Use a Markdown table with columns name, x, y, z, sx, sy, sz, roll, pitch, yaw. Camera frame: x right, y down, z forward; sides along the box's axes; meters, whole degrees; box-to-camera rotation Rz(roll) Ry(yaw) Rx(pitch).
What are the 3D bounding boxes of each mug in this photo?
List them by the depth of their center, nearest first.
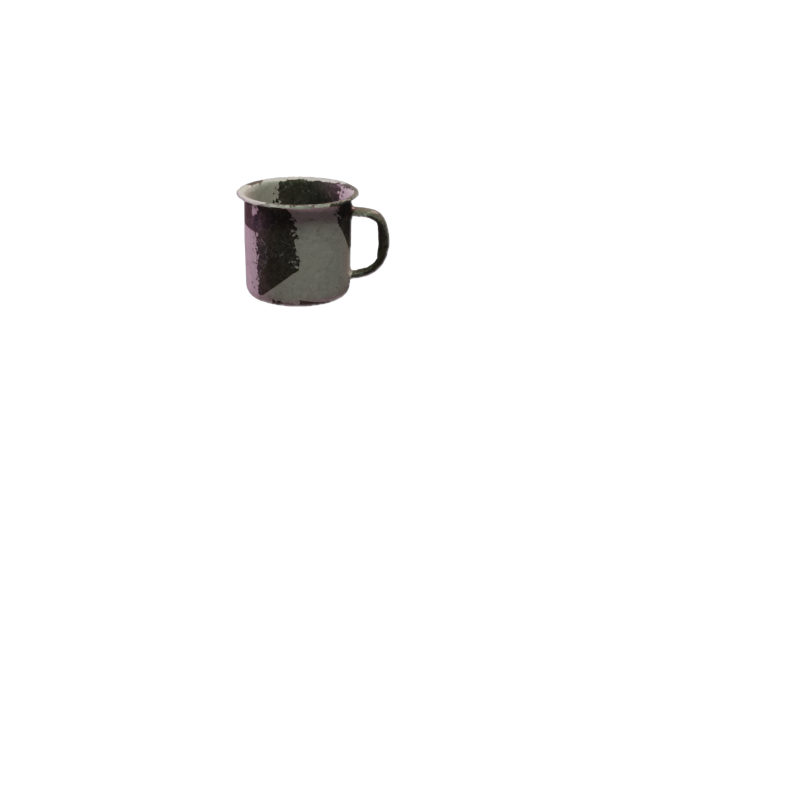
| name | x | y | z | sx | sy | sz | roll | pitch | yaw |
| --- | --- | --- | --- | --- | --- | --- | --- | --- | --- |
| mug | -0.067 | -0.122 | 0.854 | 0.118 | 0.078 | 0.097 | 1 | 21 | 2 |
